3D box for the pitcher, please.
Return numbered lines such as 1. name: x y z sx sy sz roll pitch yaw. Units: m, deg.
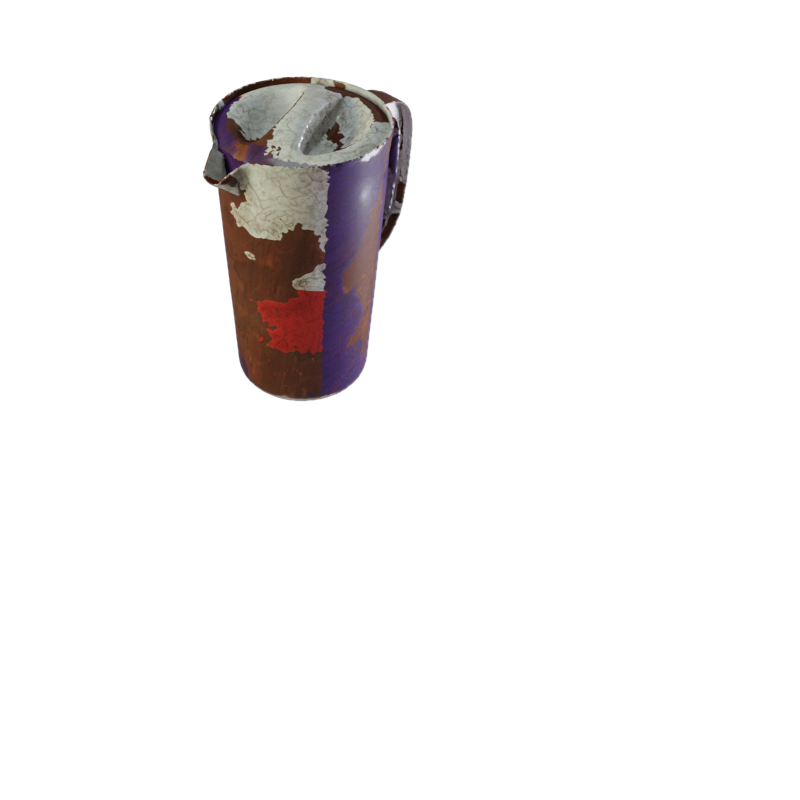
1. pitcher: -0.068 -0.124 0.870 0.149 0.227 0.155 3 40 0
